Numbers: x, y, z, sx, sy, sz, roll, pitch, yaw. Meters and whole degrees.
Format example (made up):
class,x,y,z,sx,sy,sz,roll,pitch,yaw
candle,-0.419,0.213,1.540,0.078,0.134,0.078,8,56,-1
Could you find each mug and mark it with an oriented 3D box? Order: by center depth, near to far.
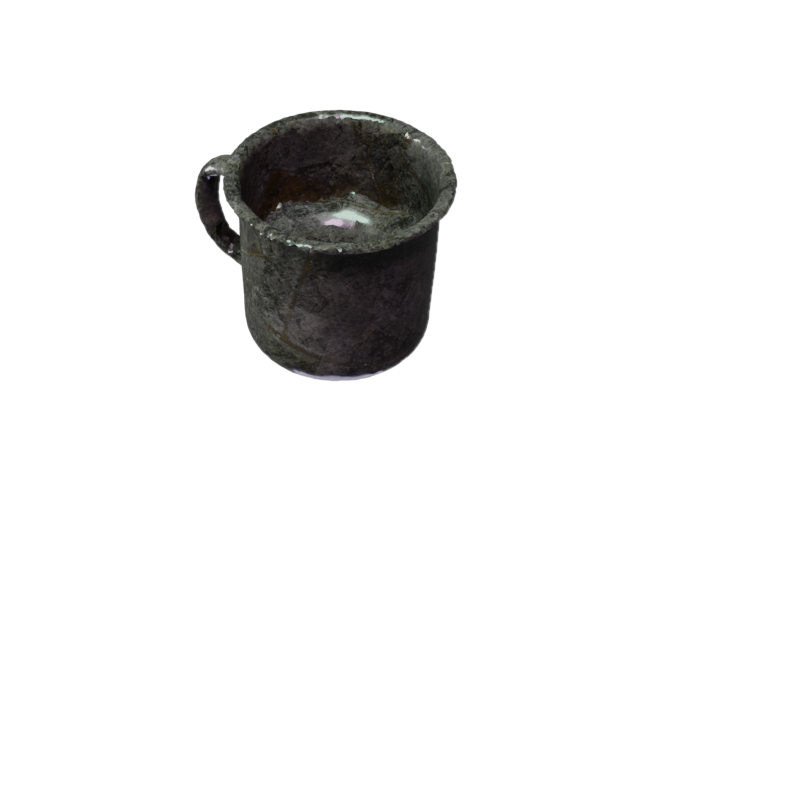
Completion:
class,x,y,z,sx,sy,sz,roll,pitch,yaw
mug,-0.037,-0.067,0.470,0.122,0.076,0.096,20,47,18
